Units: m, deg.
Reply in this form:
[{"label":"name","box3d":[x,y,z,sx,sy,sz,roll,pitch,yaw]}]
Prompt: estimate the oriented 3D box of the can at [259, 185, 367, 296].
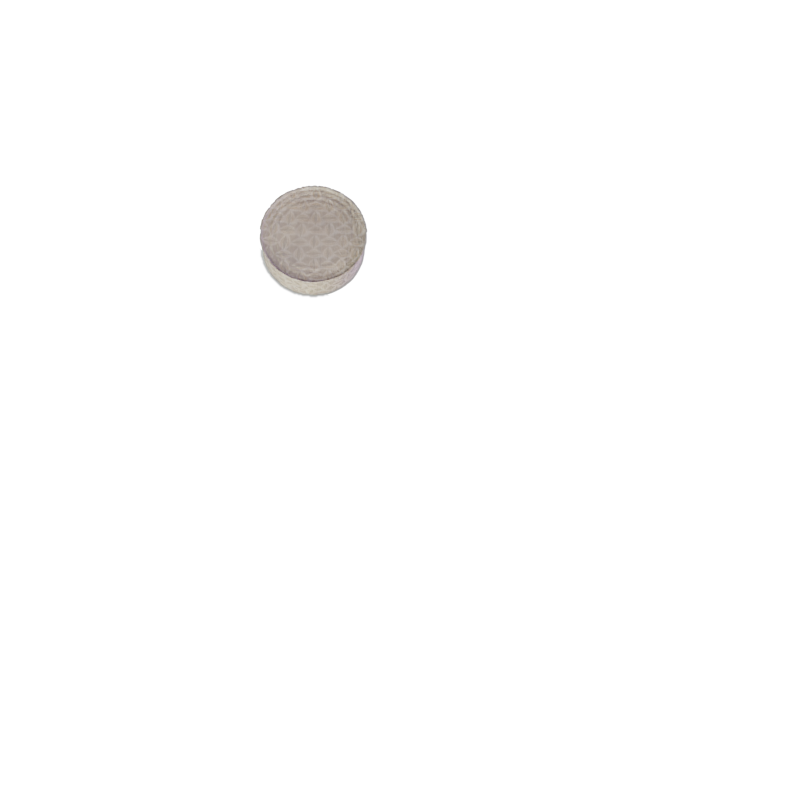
[{"label":"can","box3d":[-0.070,-0.128,0.899,0.086,0.091,0.032,-1,-23,-1]}]
